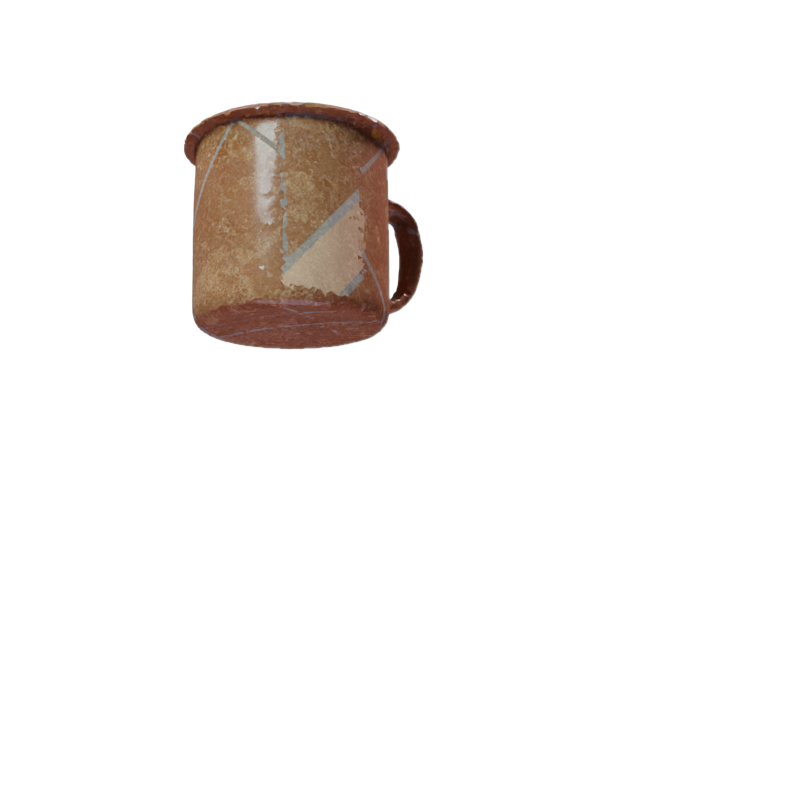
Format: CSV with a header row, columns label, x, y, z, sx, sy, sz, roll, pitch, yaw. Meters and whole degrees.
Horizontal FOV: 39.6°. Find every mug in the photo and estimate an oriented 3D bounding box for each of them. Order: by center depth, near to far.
label,x,y,z,sx,sy,sz,roll,pitch,yaw
mug,-0.037,-0.068,0.474,0.111,0.085,0.095,11,-18,-40
